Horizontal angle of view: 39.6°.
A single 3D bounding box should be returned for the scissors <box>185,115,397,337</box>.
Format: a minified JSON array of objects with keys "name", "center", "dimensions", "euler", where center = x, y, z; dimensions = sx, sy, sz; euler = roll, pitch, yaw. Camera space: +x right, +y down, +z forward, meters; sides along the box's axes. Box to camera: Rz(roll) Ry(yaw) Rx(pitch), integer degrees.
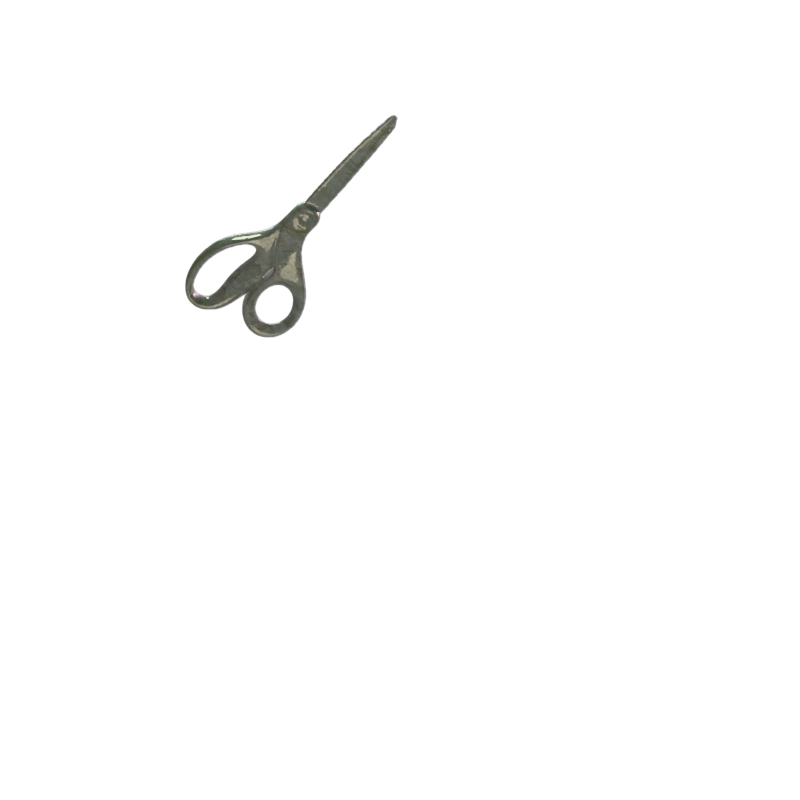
[{"name":"scissors","center":[-0.062,-0.113,0.788],"dimensions":[0.201,0.091,0.017],"euler":[-30,26,16]}]
